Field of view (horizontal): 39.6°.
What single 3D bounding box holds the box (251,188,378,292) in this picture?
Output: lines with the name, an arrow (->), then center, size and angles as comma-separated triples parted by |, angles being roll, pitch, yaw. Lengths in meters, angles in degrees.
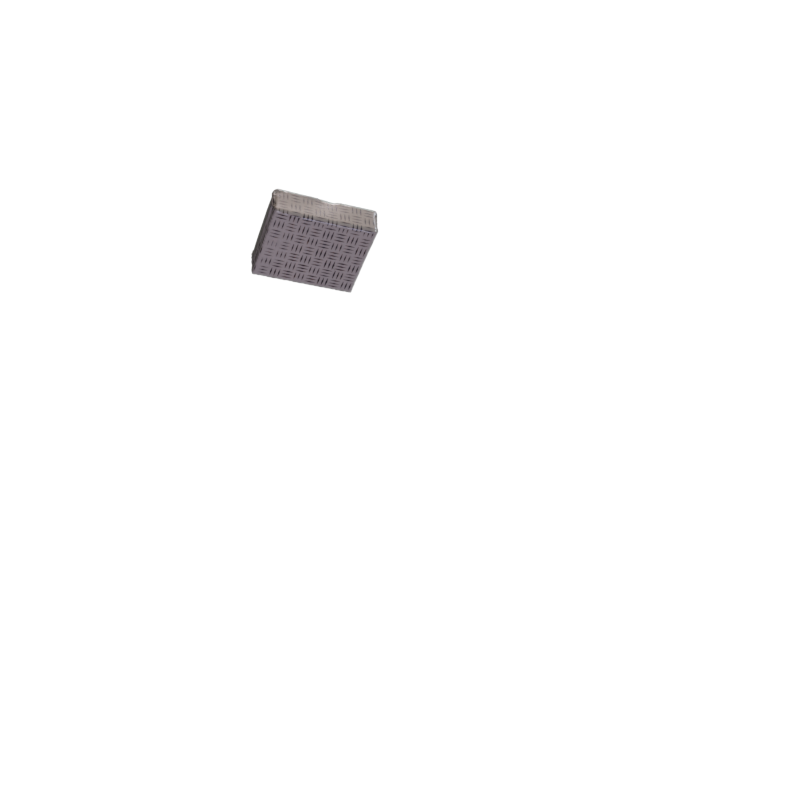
box -> -0.071, -0.130, 0.909 | 0.087, 0.032, 0.069 | 12, -45, -12
